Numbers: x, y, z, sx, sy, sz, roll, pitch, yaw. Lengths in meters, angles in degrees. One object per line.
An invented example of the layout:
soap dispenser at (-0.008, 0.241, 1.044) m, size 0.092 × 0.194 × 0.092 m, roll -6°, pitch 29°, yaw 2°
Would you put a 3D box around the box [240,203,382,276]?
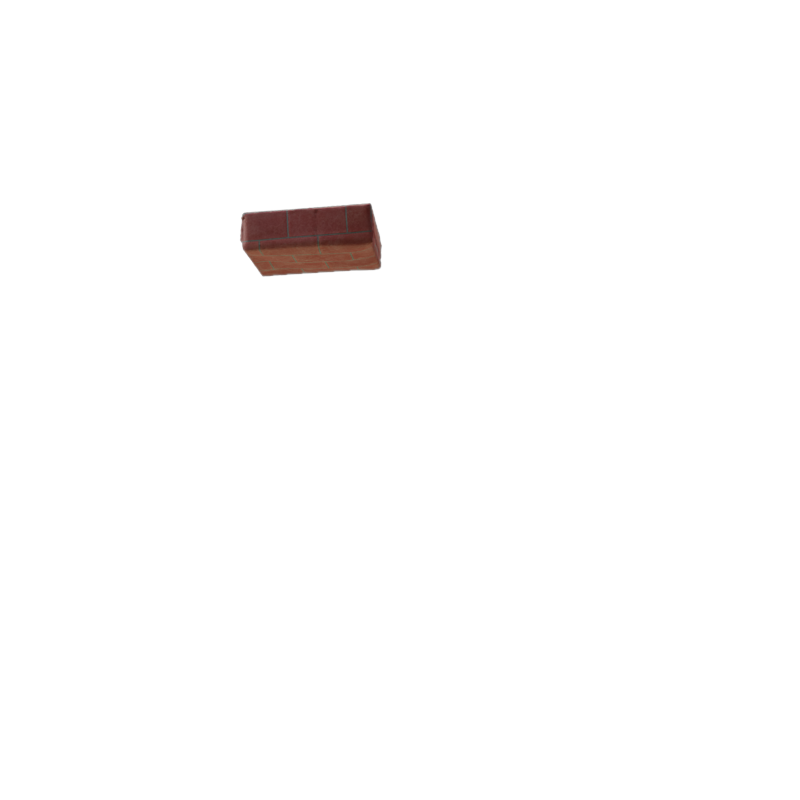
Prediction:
box at (-0.076, -0.138, 0.965) m, size 0.114 × 0.040 × 0.086 m, roll -1°, pitch -9°, yaw 6°
